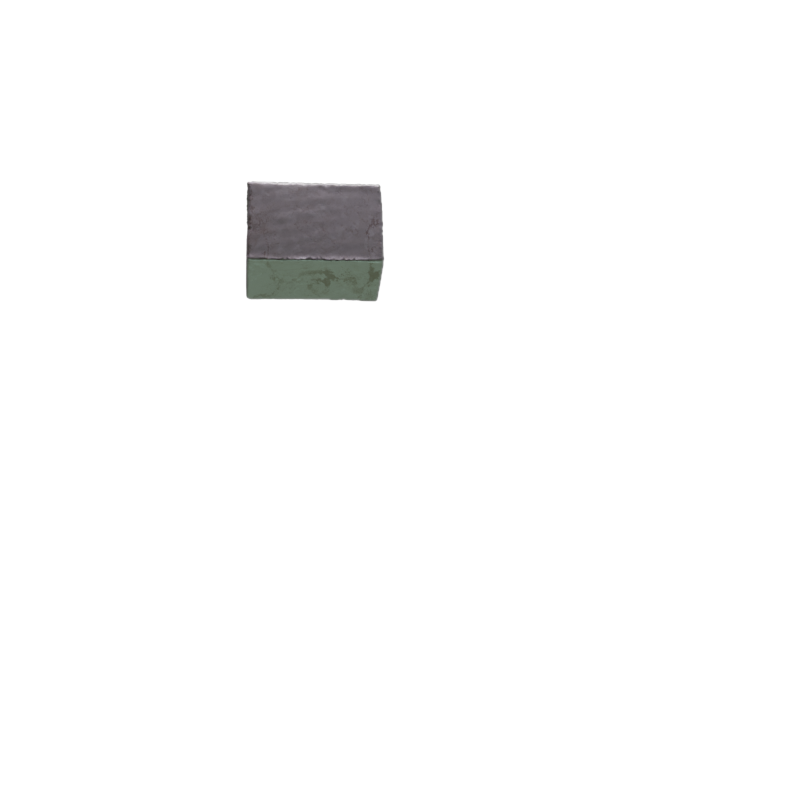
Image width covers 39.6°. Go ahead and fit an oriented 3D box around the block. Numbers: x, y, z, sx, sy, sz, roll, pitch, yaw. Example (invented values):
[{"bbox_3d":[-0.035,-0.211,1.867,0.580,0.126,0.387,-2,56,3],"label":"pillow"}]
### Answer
[{"bbox_3d":[-0.050,-0.091,0.636,0.077,0.054,0.050,1,-25,-5],"label":"block"}]
